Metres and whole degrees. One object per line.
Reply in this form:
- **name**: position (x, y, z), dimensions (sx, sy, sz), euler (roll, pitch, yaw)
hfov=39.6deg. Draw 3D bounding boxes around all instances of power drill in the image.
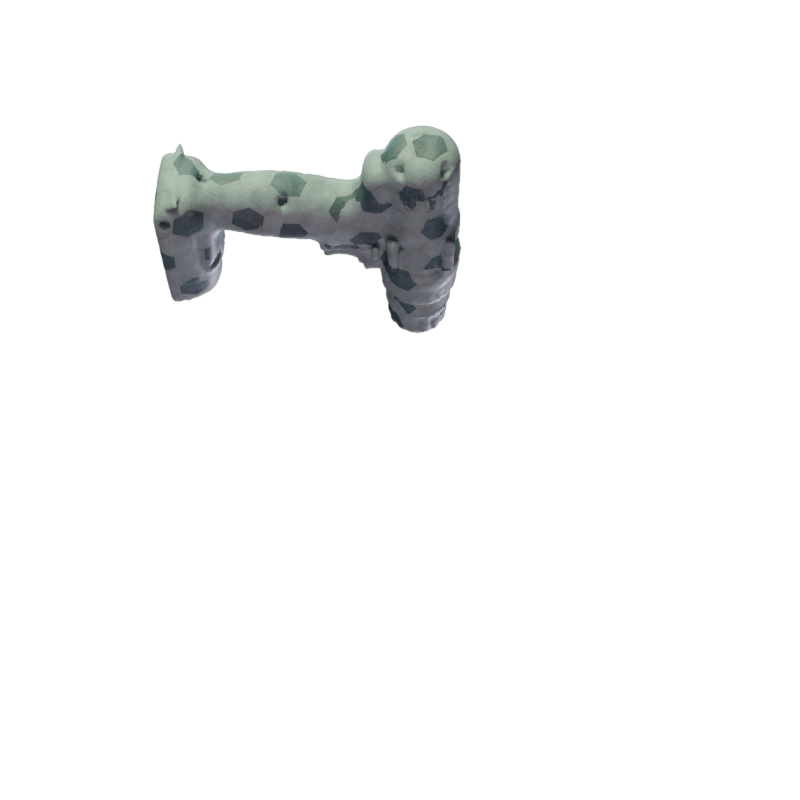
- **power drill**: position (-0.055, -0.101, 0.706), dimensions (0.188, 0.061, 0.172), euler (-1, -34, 1)
